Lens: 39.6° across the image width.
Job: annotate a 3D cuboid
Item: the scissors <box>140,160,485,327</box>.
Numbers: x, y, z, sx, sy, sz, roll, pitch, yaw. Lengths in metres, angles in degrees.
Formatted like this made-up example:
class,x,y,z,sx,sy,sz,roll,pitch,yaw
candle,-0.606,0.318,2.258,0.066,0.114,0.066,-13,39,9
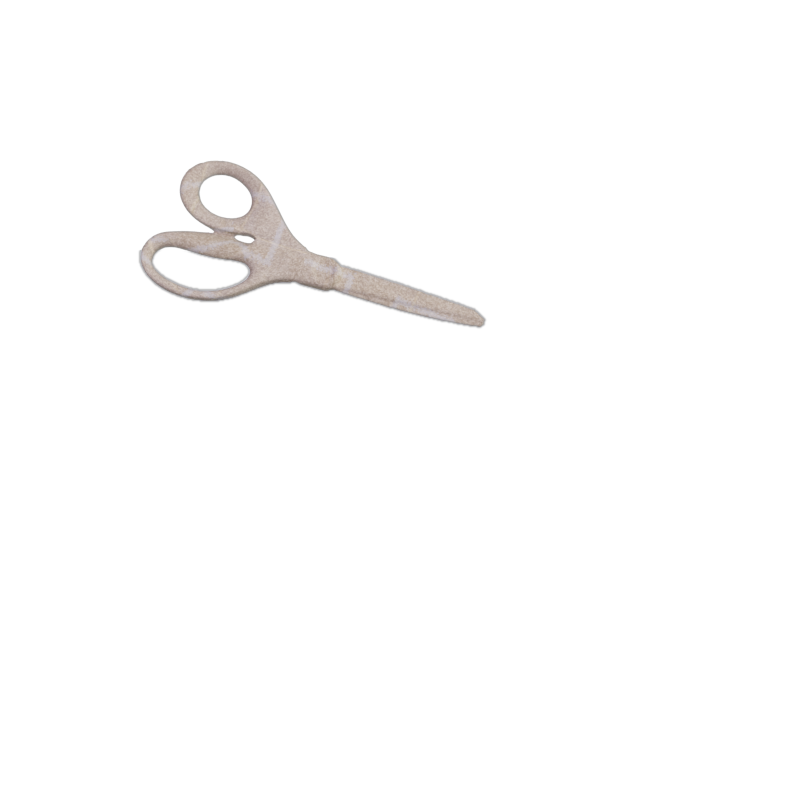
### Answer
class,x,y,z,sx,sy,sz,roll,pitch,yaw
scissors,-0.051,-0.094,0.656,0.202,0.100,0.015,2,-18,1
